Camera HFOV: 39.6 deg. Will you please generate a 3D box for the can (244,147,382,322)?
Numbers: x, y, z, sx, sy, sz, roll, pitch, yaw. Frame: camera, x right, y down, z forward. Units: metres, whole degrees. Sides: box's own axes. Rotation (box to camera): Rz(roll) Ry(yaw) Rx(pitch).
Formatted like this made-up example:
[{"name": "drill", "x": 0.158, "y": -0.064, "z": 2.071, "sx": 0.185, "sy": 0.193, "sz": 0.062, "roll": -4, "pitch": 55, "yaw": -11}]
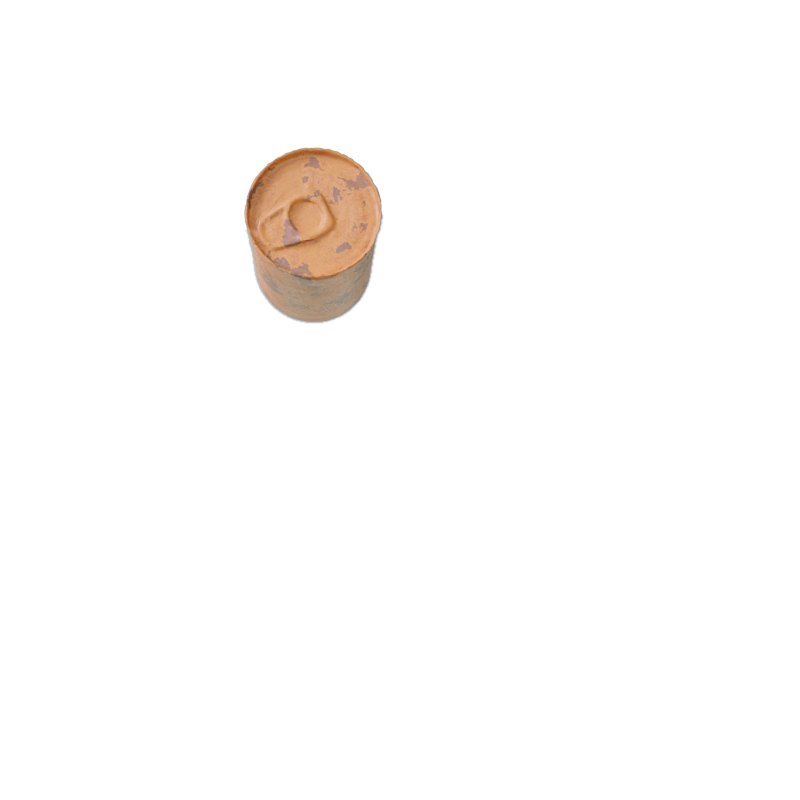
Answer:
[{"name": "can", "x": -0.046, "y": -0.085, "z": 0.593, "sx": 0.068, "sy": 0.071, "sz": 0.099, "roll": 0, "pitch": -12, "yaw": -3}]
